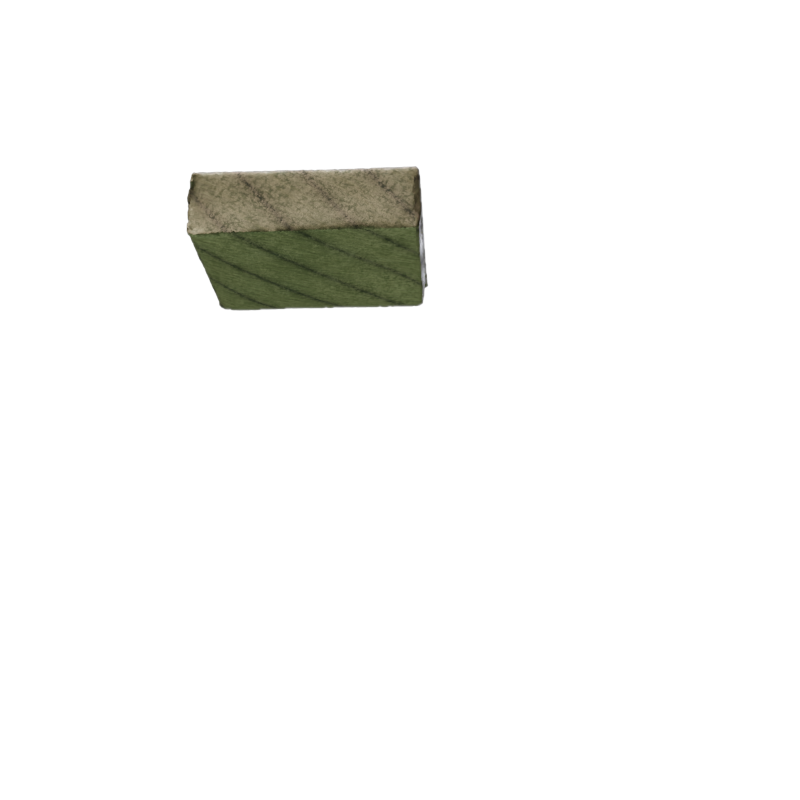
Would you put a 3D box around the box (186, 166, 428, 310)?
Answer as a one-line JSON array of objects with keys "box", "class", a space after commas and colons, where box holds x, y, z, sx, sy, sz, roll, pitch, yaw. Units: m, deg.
[{"box": [-0.044, -0.080, 0.561, 0.114, 0.041, 0.084, -2, -23, 4], "class": "box"}]
